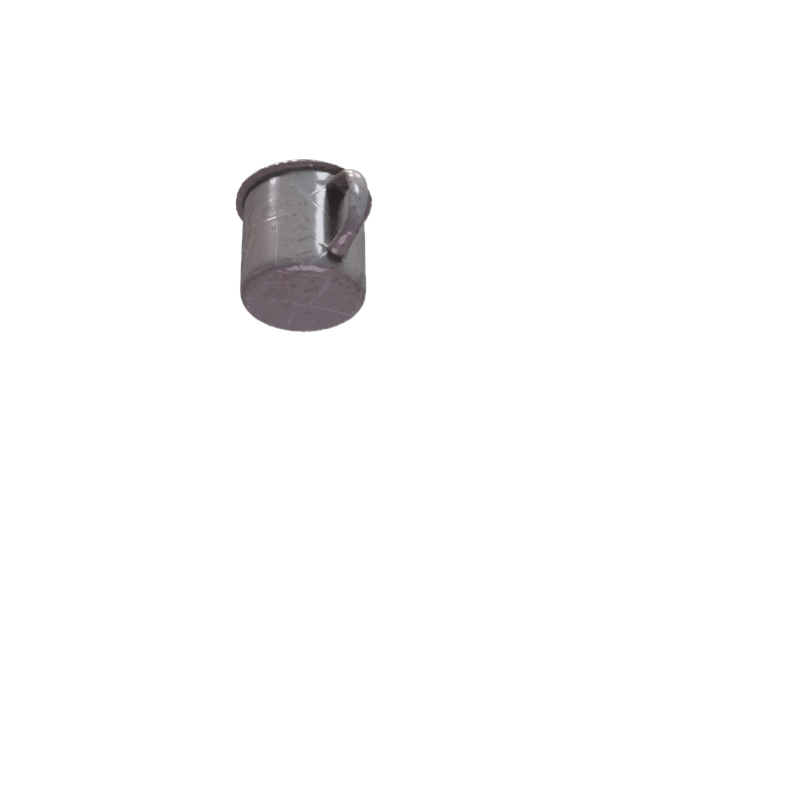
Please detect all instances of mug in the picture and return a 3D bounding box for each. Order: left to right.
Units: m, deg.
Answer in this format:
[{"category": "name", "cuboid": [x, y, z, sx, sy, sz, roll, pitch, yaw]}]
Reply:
[{"category": "mug", "cuboid": [-0.057, -0.103, 0.724, 0.088, 0.087, 0.115, 21, -38, -30]}]
